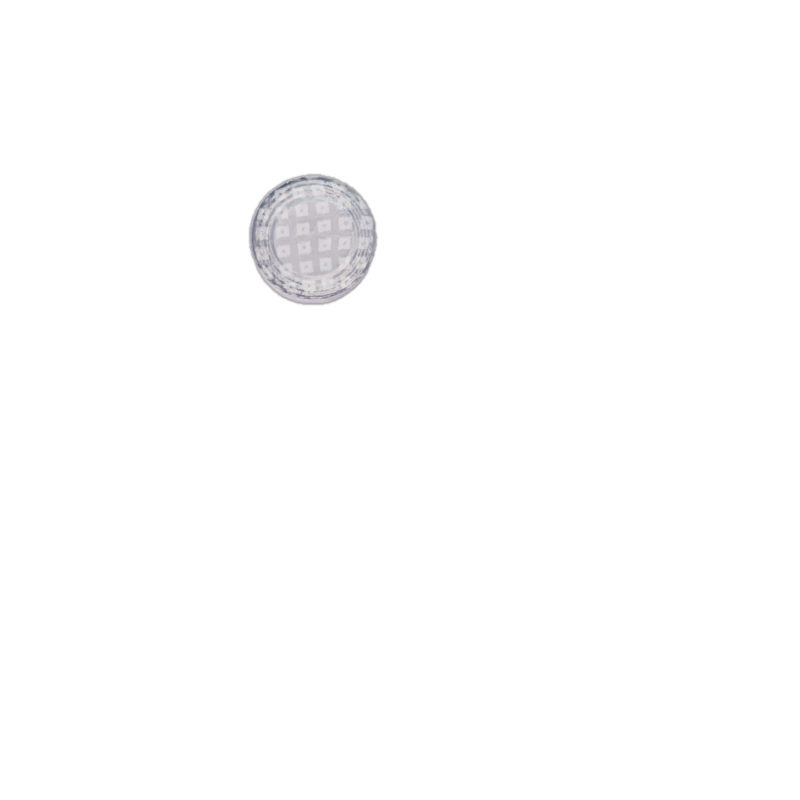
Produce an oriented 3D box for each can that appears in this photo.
[{"bbox_3d":[-0.060,-0.109,0.765,0.086,0.088,0.033,0,-12,-1],"label":"can"}]
